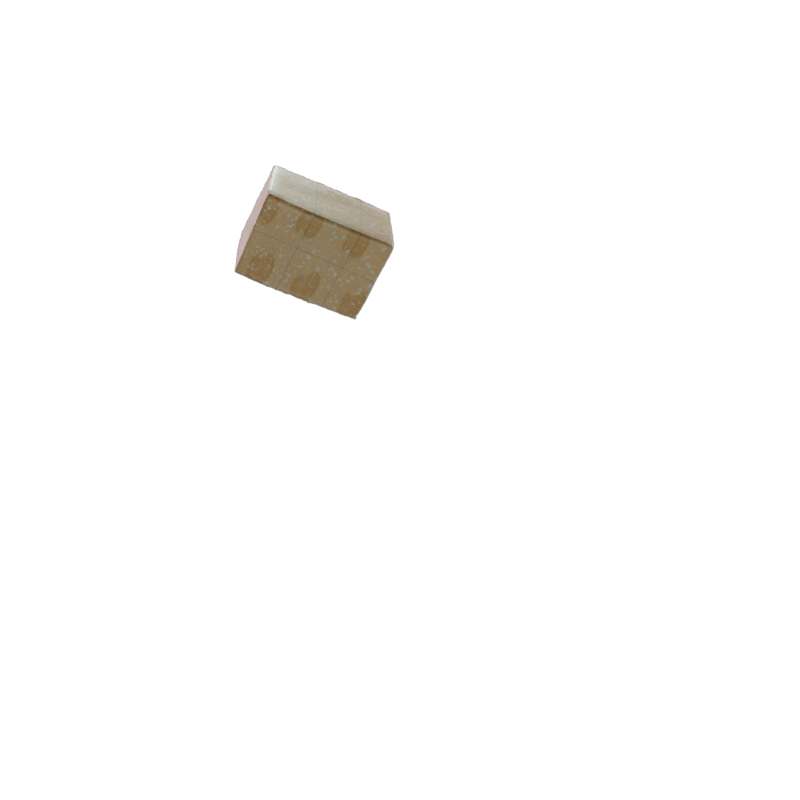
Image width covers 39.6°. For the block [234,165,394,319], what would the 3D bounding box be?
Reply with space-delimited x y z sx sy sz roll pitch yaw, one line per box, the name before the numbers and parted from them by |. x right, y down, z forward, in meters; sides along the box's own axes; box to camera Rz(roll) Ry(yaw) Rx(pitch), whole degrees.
block | -0.050 -0.091 0.637 0.076 0.051 0.054 22 26 -12
